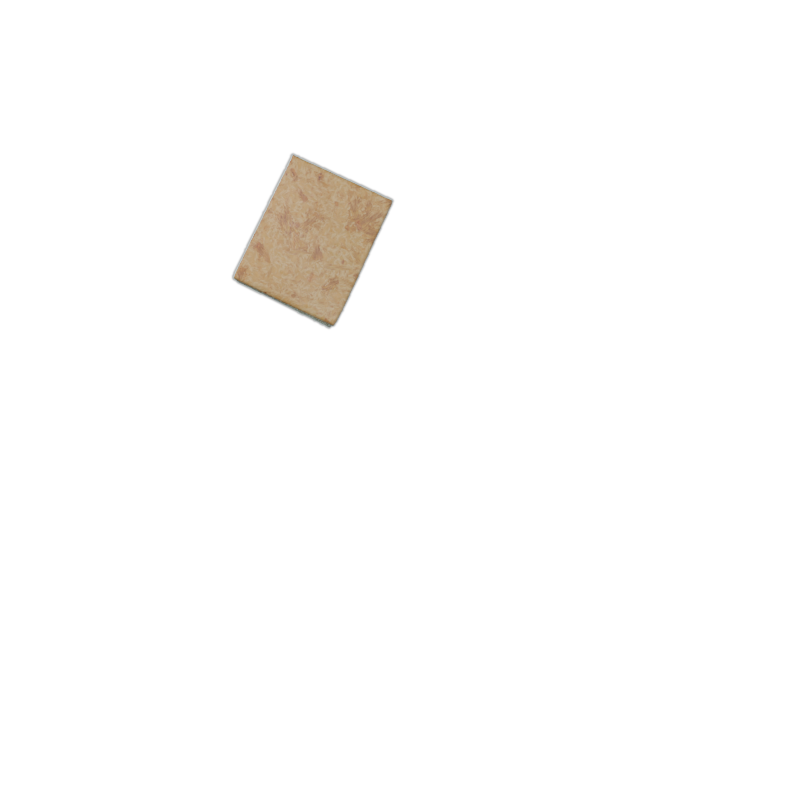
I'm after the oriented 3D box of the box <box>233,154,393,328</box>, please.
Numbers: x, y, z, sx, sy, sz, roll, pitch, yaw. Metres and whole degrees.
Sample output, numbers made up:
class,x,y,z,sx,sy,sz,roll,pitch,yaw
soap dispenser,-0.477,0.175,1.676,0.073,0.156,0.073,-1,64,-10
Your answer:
class,x,y,z,sx,sy,sz,roll,pitch,yaw
box,-0.069,-0.127,0.889,0.090,0.115,0.038,25,-6,2
